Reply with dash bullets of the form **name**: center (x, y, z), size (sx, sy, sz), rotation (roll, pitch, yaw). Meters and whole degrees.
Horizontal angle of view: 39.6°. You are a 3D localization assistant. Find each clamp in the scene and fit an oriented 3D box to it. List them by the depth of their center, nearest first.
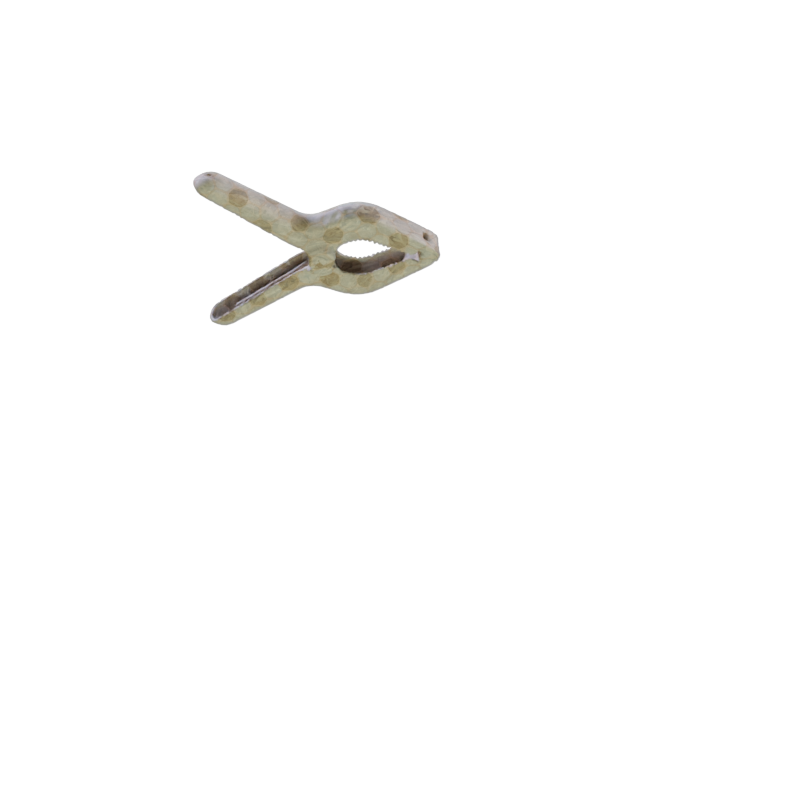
- **clamp**: center (-0.074, -0.134, 0.940), size (0.211, 0.039, 0.152), rotation (-5, -44, 5)
